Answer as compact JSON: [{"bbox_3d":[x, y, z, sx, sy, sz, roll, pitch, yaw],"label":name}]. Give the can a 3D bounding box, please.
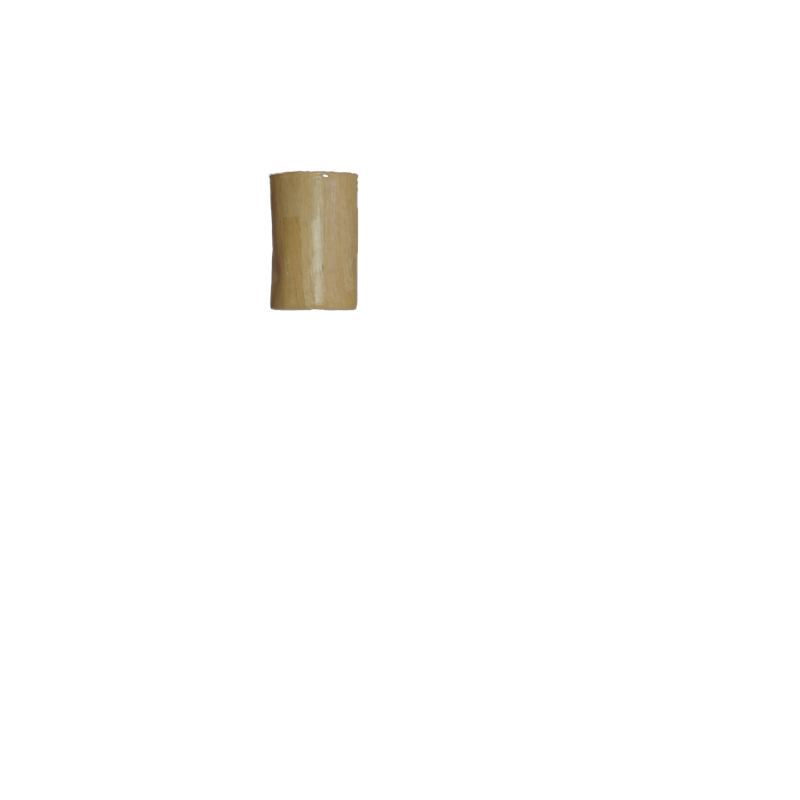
[{"bbox_3d":[-0.065,-0.119,0.835,0.068,0.102,0.069,0,1,-2],"label":"can"}]
